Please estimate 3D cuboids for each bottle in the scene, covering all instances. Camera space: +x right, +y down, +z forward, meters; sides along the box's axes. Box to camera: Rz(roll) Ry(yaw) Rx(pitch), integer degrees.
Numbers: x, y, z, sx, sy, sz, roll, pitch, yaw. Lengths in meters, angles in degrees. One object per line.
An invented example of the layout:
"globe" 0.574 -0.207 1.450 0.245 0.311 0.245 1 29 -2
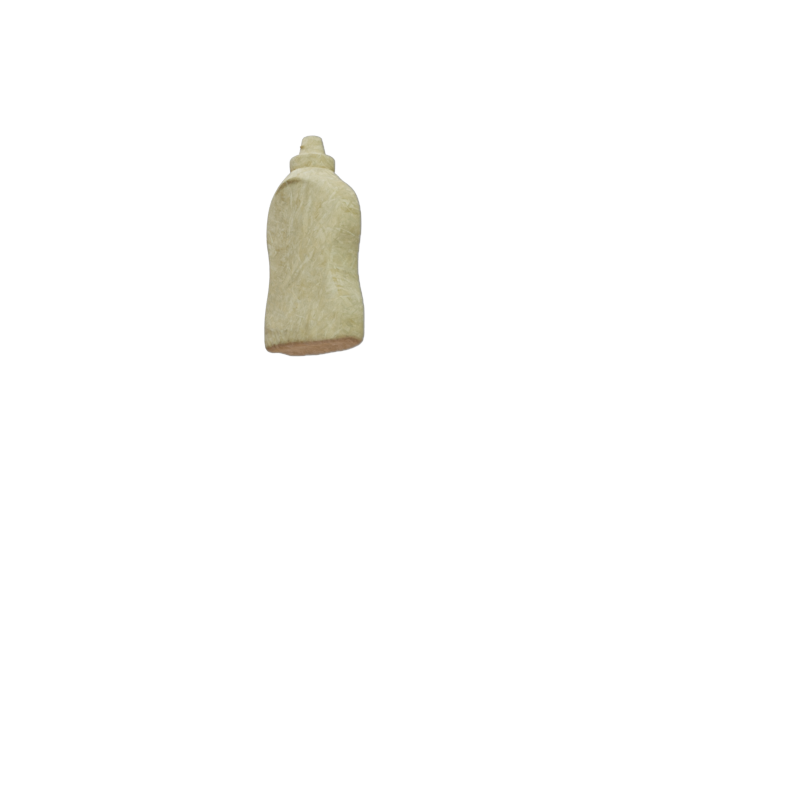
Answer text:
"bottle" -0.076 -0.139 0.970 0.098 0.198 0.055 -13 -19 43
